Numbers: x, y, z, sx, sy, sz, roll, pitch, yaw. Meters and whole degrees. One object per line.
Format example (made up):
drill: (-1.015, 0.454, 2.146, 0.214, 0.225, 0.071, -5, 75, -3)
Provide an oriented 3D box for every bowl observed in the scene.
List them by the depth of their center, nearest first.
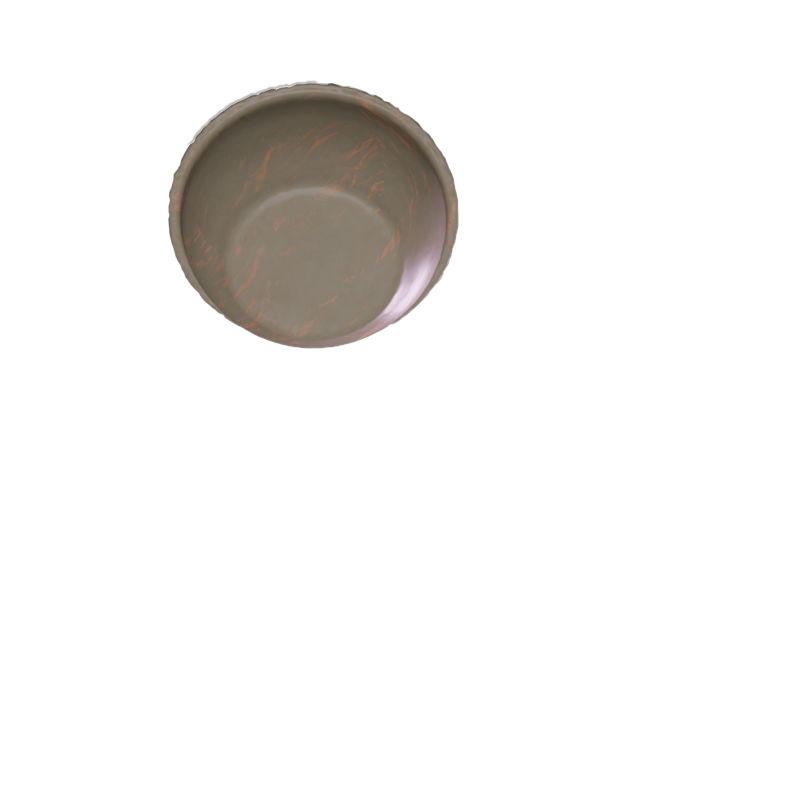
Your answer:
bowl: (-0.047, -0.085, 0.594, 0.162, 0.153, 0.058, 1, 29, -1)
